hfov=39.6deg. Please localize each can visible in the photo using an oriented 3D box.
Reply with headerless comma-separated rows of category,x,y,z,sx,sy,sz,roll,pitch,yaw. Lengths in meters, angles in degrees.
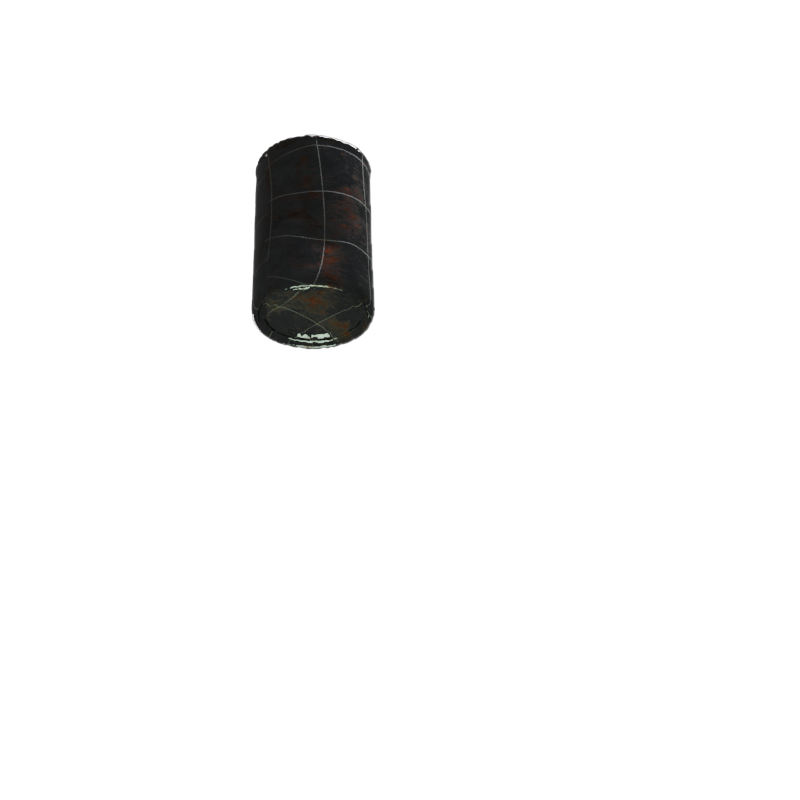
can,-0.049,-0.089,0.623,0.068,0.109,0.064,-1,-33,-2
